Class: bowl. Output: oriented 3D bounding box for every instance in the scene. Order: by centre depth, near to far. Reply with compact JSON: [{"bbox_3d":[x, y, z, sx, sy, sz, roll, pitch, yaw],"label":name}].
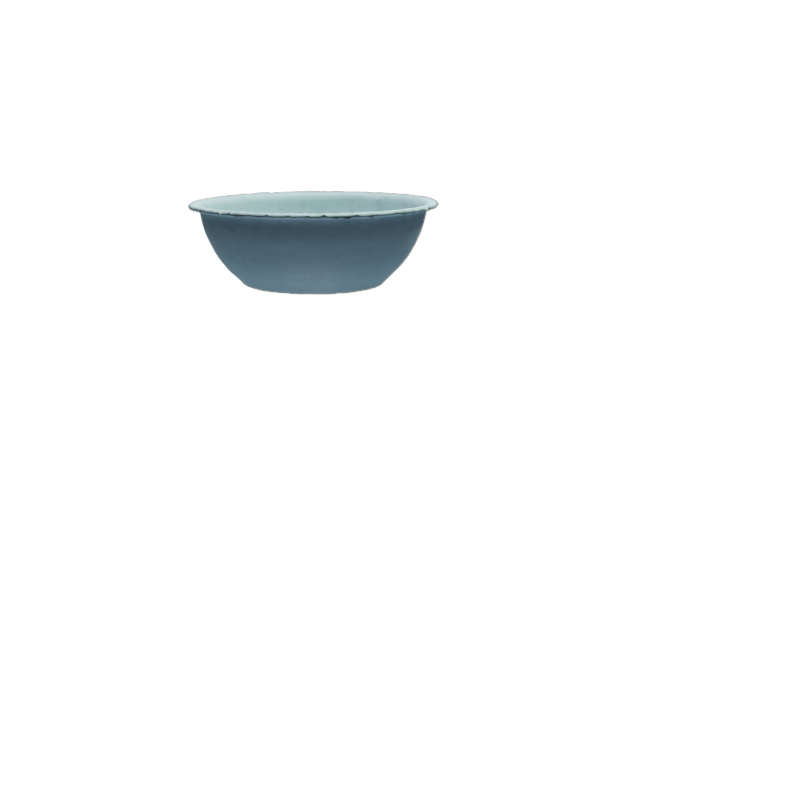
[{"bbox_3d":[-0.057,-0.103,0.722,0.162,0.054,0.167,0,14,-2],"label":"bowl"}]
